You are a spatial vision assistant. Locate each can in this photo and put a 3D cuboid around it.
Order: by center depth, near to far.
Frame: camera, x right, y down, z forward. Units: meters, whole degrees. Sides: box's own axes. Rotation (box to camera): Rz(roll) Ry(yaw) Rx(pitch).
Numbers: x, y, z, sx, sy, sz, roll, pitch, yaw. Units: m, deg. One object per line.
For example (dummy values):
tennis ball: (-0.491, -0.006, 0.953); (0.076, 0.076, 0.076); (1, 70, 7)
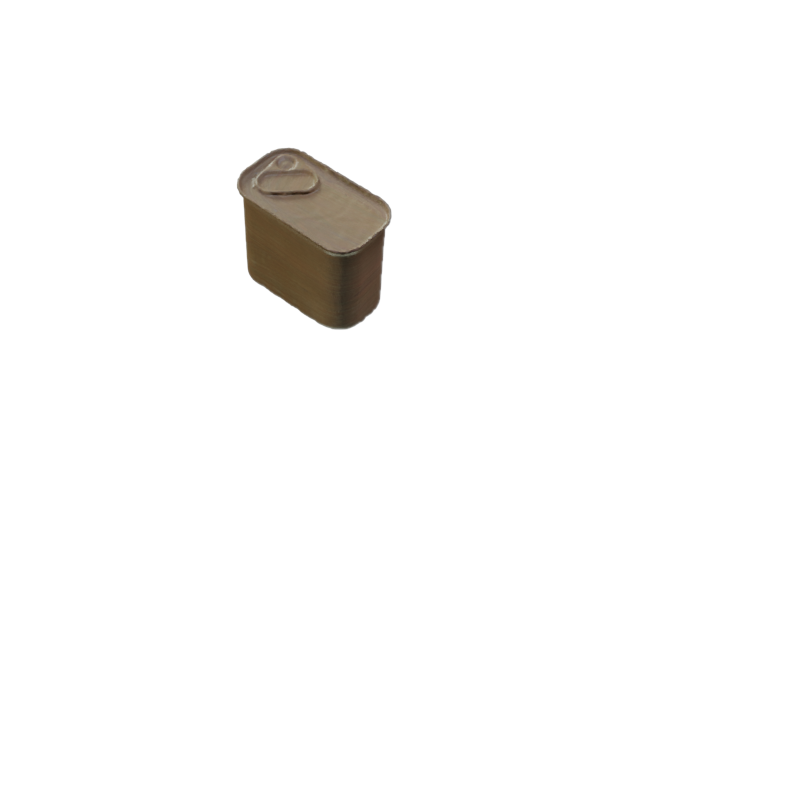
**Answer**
can: (-0.058, -0.105, 0.733); (0.108, 0.078, 0.058); (35, 57, 24)
